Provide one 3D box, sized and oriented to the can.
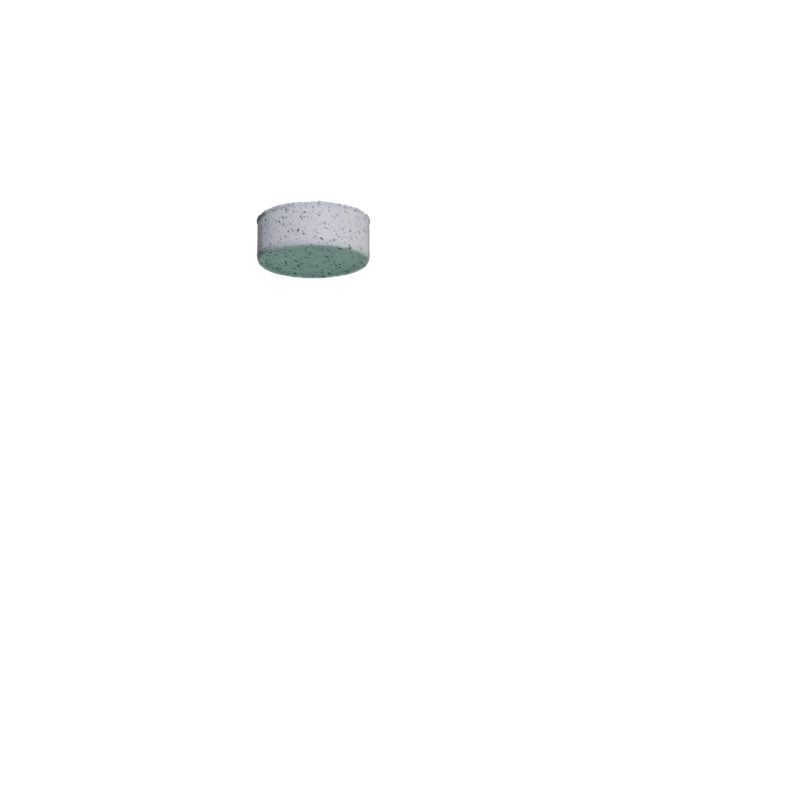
[{"bbox_3d":[-0.065,-0.119,0.831,0.086,0.035,0.083,0,-12,-2],"label":"can"}]
